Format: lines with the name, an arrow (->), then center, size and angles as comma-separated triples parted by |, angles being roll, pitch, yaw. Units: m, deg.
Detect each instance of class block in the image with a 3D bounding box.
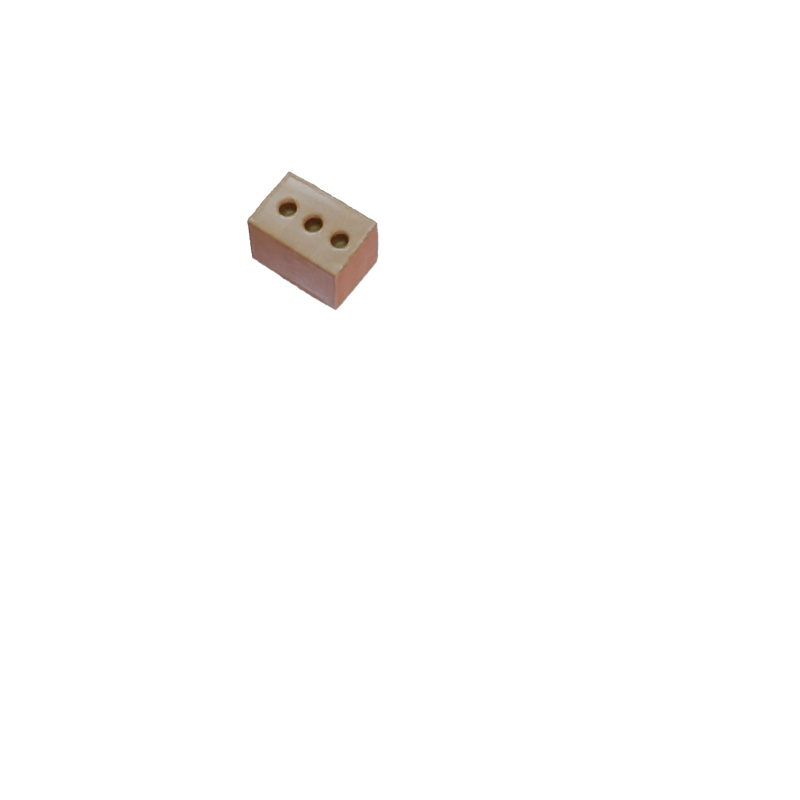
block -> -0.061, -0.111, 0.778 | 0.081, 0.054, 0.048 | 32, -24, 14
